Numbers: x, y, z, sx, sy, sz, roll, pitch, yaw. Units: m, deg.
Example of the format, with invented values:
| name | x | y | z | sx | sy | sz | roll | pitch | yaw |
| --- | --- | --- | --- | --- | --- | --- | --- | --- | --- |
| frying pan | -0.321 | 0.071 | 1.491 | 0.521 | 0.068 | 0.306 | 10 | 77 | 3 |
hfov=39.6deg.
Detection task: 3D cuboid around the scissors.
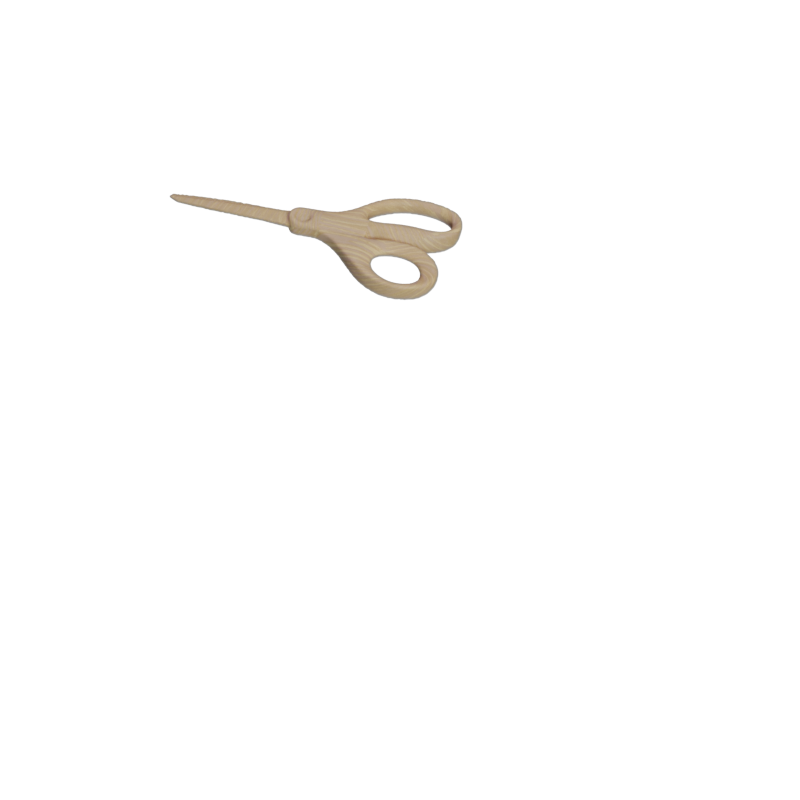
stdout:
| name | x | y | z | sx | sy | sz | roll | pitch | yaw |
| --- | --- | --- | --- | --- | --- | --- | --- | --- | --- |
| scissors | -0.058 | -0.106 | 0.745 | 0.202 | 0.103 | 0.015 | 0 | -43 | 0 |
